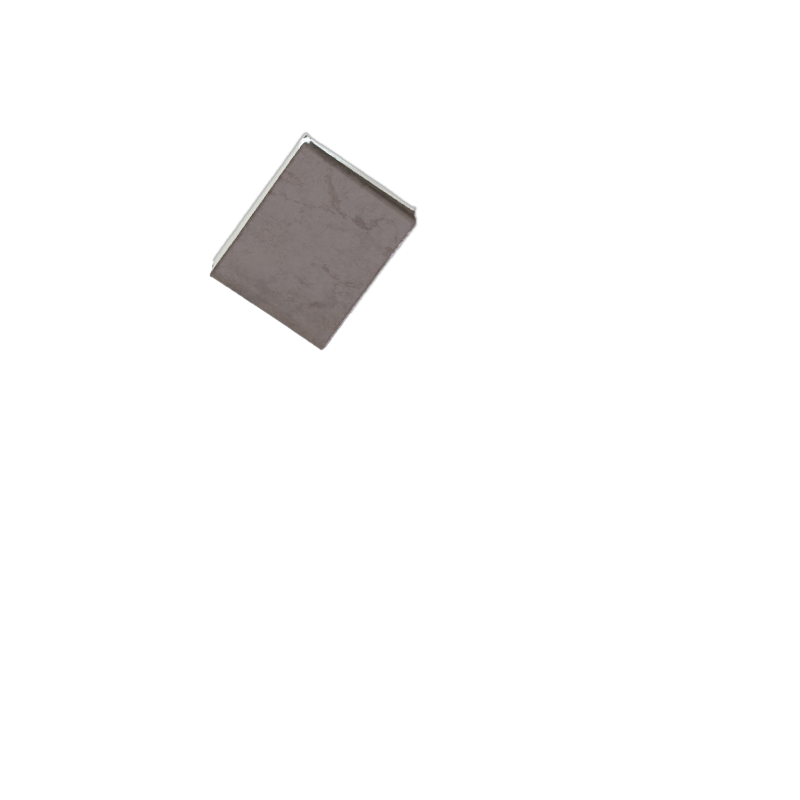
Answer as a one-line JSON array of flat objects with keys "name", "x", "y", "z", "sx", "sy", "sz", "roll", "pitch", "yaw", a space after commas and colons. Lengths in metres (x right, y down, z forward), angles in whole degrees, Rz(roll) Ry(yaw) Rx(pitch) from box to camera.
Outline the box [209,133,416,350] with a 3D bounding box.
[{"name": "box", "x": -0.046, "y": -0.083, "z": 0.583, "sx": 0.071, "sy": 0.088, "sz": 0.031, "roll": 34, "pitch": 13, "yaw": -10}]
